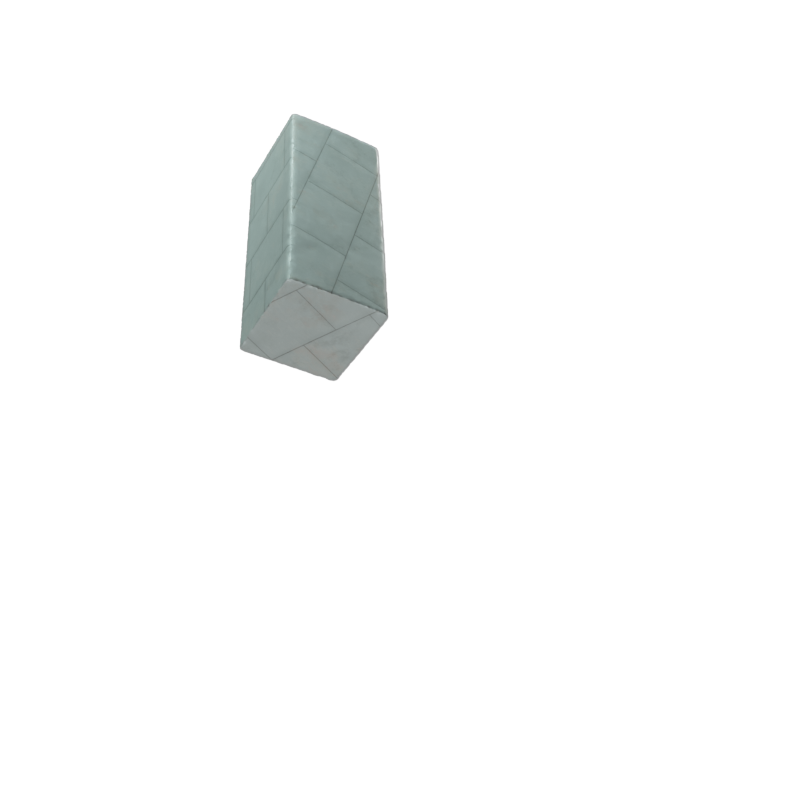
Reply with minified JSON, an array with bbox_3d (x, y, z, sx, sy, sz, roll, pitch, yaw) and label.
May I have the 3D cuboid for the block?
[{"bbox_3d":[-0.072,-0.133,0.932,0.087,0.221,0.088,19,-48,-23],"label":"block"}]
